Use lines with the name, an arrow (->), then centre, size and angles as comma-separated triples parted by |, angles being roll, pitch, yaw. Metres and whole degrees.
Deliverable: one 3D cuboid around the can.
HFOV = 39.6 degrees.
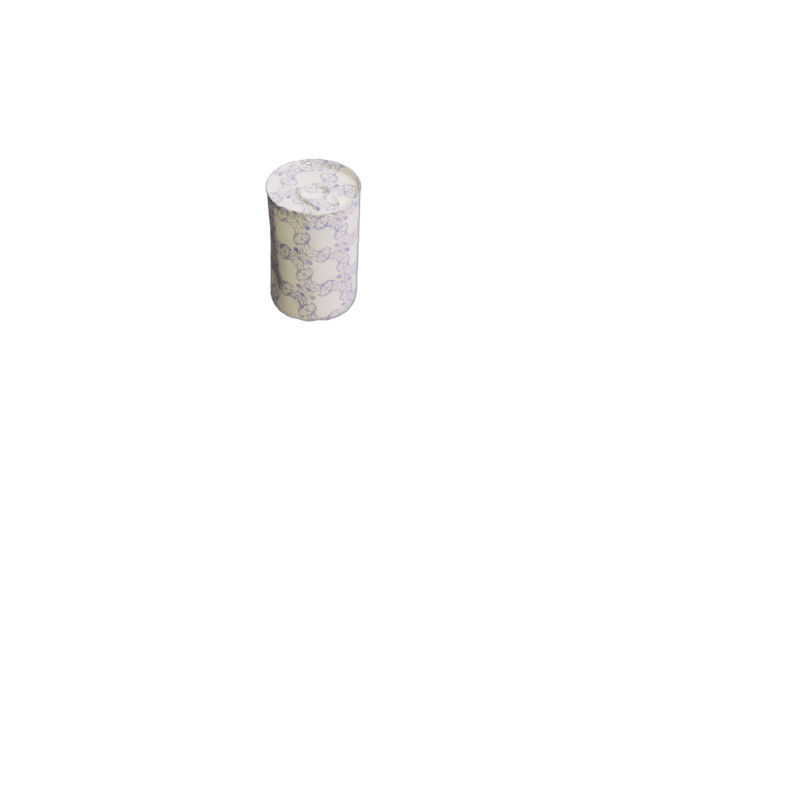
can -> -0.064, -0.116, 0.815 | 0.068, 0.095, 0.073 | 0, 41, -3
